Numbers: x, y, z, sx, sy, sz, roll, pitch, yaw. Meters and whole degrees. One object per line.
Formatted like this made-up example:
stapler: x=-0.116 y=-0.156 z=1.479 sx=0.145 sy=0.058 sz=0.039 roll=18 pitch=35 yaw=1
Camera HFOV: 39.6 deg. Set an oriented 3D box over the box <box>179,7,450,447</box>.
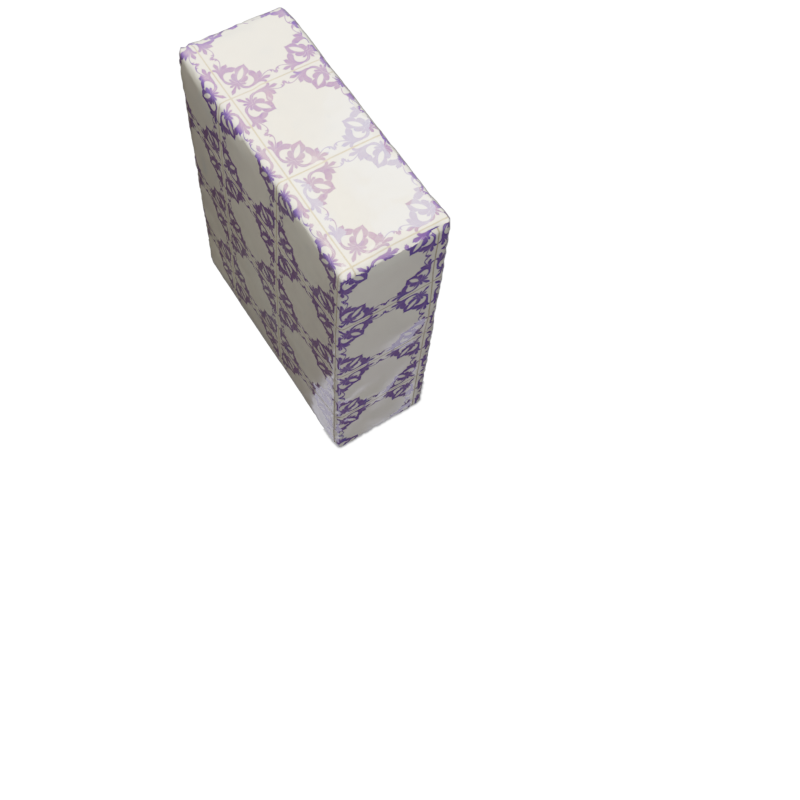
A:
box: x=-0.050 y=-0.090 z=0.633 sx=0.072 sy=0.174 sz=0.201 roll=-28 pitch=-23 yaw=-16
